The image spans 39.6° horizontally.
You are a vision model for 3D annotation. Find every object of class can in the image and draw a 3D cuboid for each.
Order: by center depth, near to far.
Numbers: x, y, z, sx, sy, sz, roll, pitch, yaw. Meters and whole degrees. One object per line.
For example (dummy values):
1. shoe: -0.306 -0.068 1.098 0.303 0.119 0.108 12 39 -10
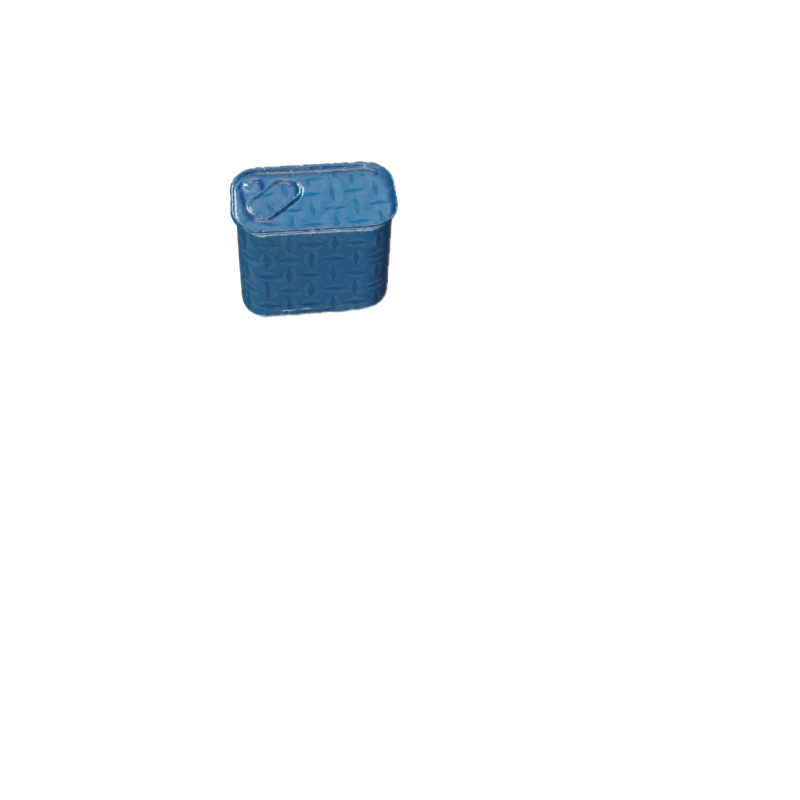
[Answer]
1. can: -0.055 -0.101 0.707 0.101 0.062 0.078 -4 -39 -5
